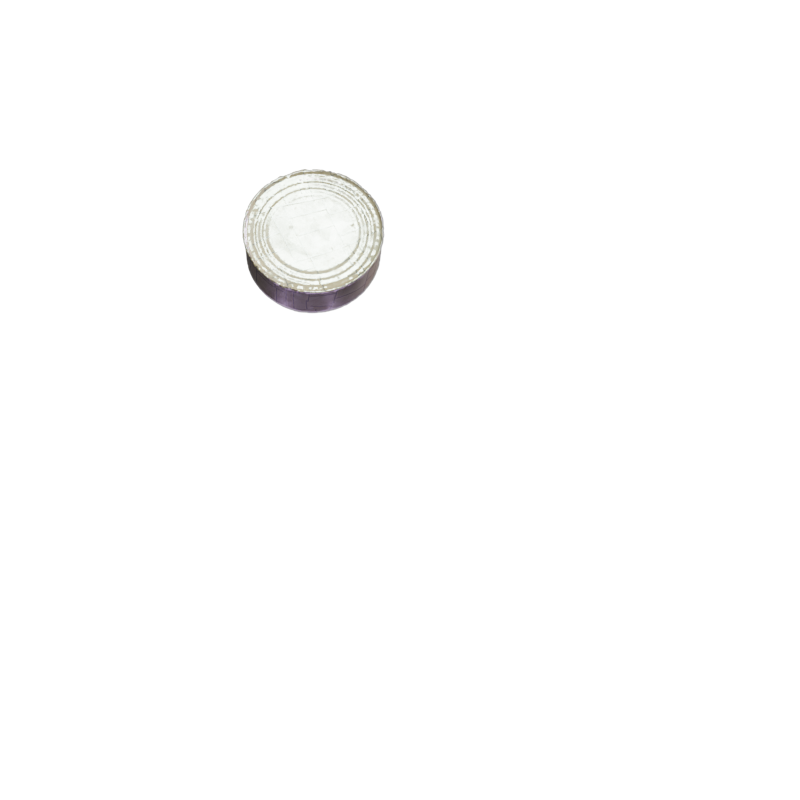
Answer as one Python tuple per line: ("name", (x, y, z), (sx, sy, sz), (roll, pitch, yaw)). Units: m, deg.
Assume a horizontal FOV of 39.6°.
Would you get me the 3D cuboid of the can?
("can", (-0.054, -0.098, 0.684), (0.086, 0.091, 0.032), (-1, -27, -1))
